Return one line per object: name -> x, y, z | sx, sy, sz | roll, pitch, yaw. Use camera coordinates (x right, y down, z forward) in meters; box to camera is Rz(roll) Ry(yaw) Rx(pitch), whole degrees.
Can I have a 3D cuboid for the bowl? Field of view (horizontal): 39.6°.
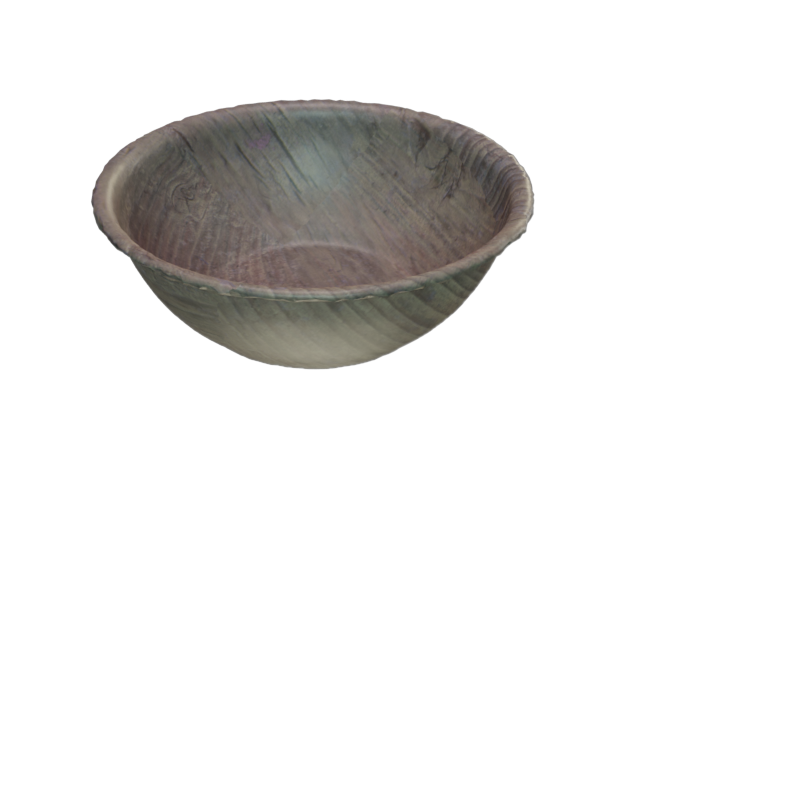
bowl -> -0.033, -0.060, 0.421 | 0.162, 0.052, 0.173 | -1, 35, -2
